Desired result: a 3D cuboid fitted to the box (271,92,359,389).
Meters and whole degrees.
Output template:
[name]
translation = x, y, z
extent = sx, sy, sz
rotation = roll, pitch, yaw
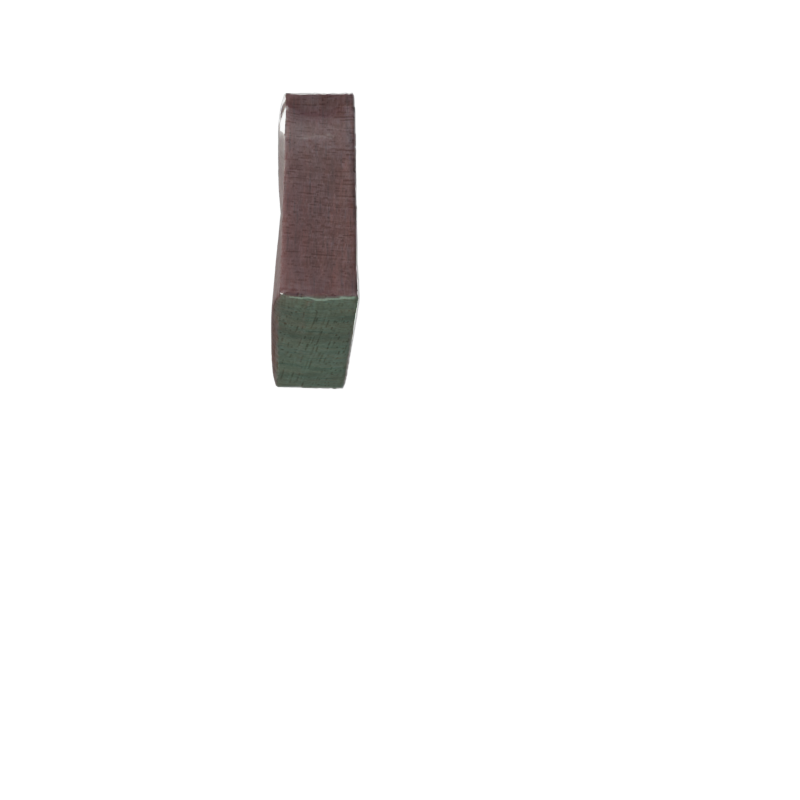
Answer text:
[box]
translation = -0.077, -0.141, 0.986
extent = 0.071, 0.228, 0.155
rotation = 1, -30, -6
